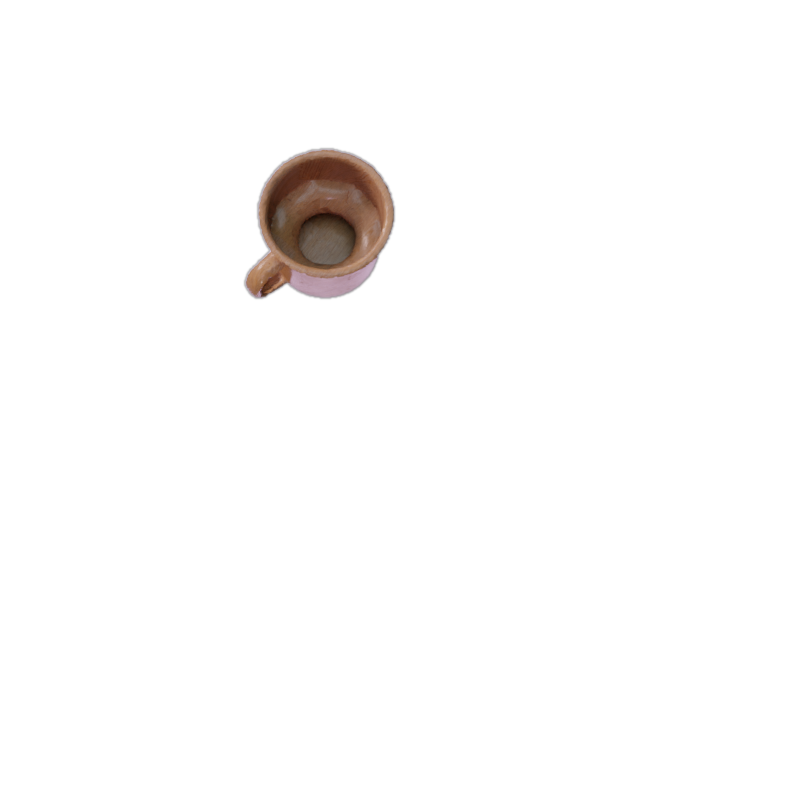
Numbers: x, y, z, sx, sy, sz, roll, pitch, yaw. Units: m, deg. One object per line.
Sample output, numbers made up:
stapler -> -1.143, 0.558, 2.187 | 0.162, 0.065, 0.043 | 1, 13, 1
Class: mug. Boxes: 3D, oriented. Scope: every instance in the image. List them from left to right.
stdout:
mug -> -0.062, -0.113, 0.791 | 0.118, 0.096, 0.079 | -43, -9, -12
